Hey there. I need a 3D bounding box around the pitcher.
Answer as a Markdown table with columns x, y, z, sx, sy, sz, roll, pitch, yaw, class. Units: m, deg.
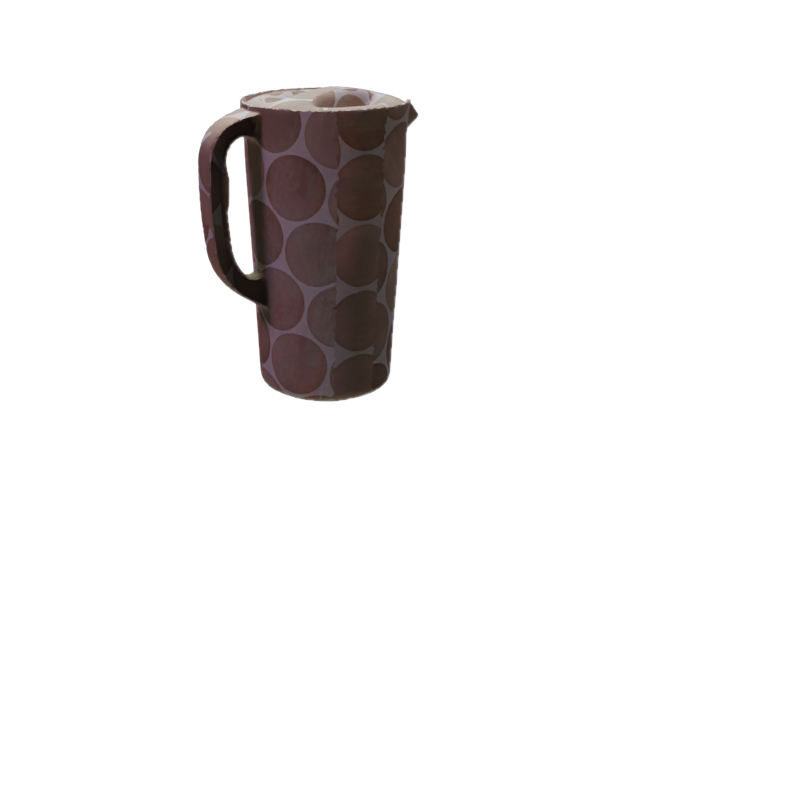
| x | y | z | sx | sy | sz | roll | pitch | yaw | class |
| --- | --- | --- | --- | --- | --- | --- | --- | --- | --- |
| -0.069 | -0.126 | 0.886 | 0.152 | 0.234 | 0.148 | 4 | 17 | 11 | pitcher |
